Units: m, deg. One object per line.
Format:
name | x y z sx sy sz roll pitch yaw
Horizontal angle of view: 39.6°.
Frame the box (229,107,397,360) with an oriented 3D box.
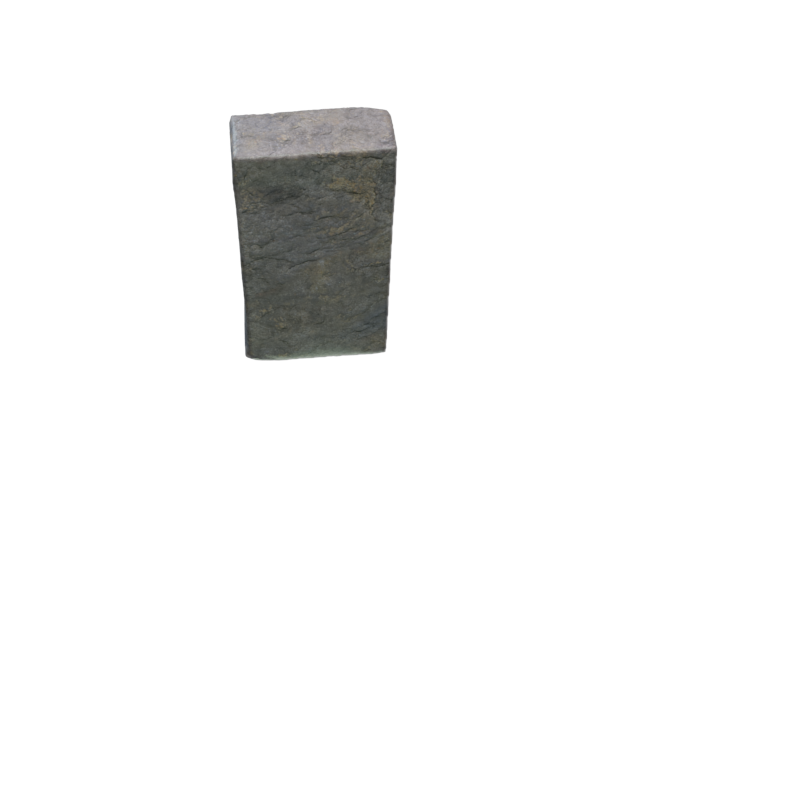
box | -0.053 -0.096 0.673 0.093 0.052 0.164 -3 -43 -6
